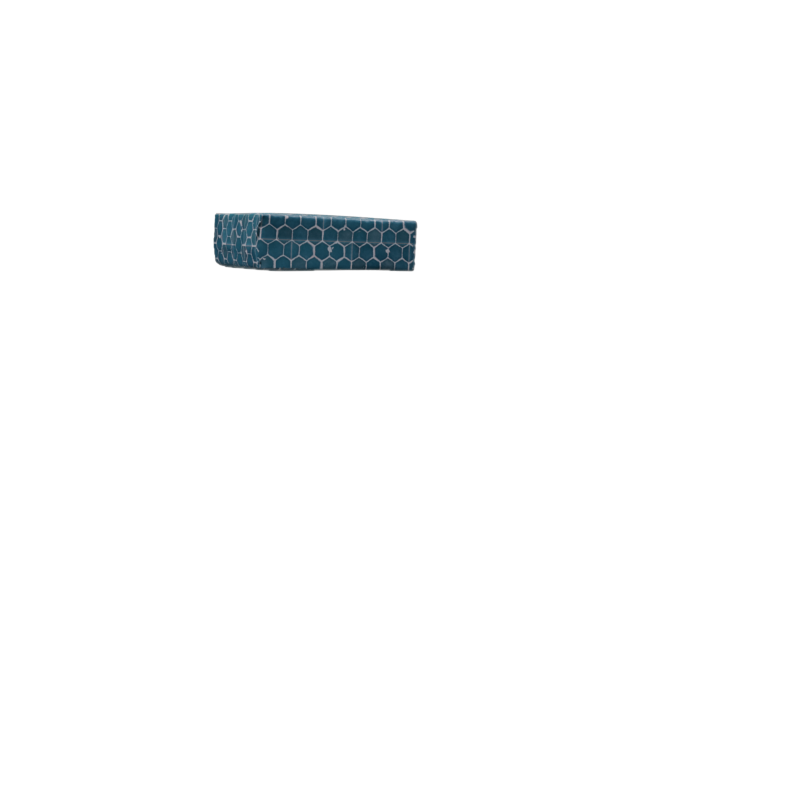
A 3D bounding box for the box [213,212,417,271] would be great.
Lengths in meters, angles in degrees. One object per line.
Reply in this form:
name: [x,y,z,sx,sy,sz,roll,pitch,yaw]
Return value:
box: [-0.058,-0.106,0.741,0.110,0.038,0.093,-4,8,-25]
